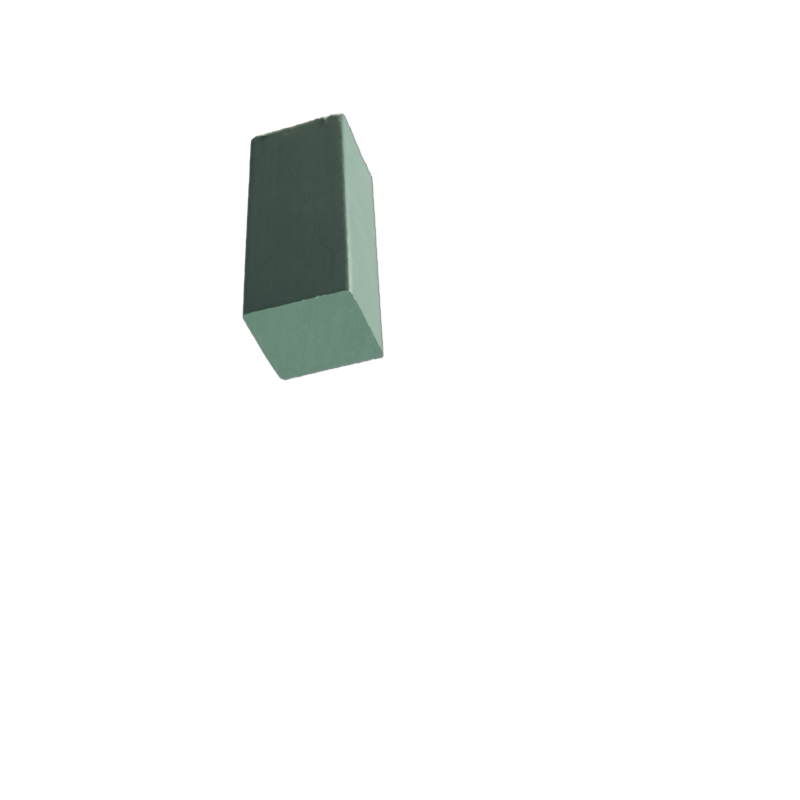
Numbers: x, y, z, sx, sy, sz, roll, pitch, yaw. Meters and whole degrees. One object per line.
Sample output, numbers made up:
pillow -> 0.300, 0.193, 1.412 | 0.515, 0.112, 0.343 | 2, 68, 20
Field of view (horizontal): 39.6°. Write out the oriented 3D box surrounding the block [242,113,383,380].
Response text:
block -> -0.073, -0.133, 0.931 | 0.091, 0.221, 0.083 | -14, -41, 12
